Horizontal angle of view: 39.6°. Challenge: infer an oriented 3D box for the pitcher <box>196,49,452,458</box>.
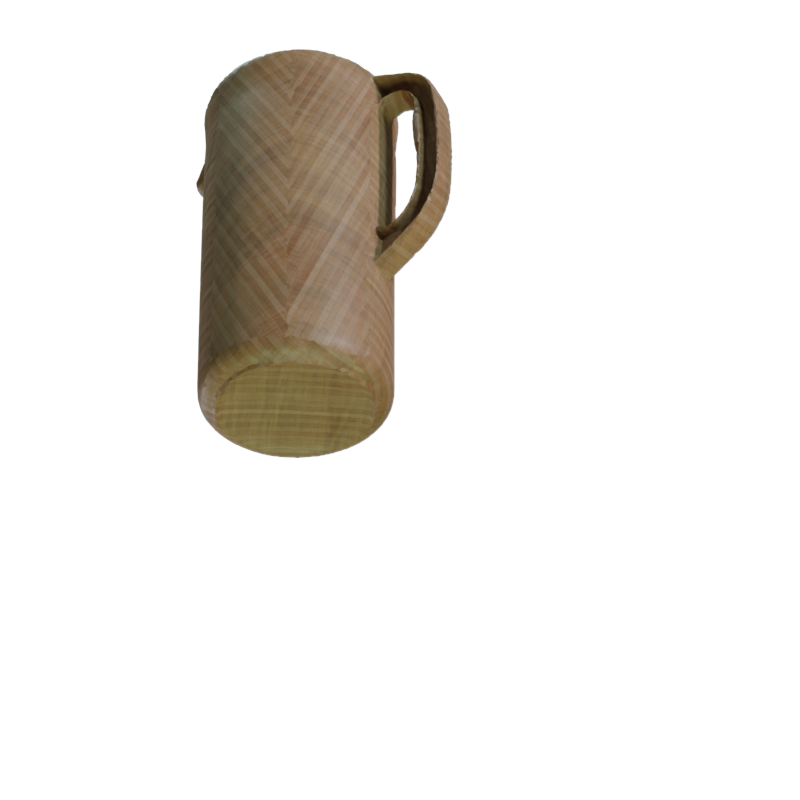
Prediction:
[{"bbox_3d":[-0.053,-0.096,0.676,0.142,0.261,0.142,9,-41,-13],"label":"pitcher"}]
